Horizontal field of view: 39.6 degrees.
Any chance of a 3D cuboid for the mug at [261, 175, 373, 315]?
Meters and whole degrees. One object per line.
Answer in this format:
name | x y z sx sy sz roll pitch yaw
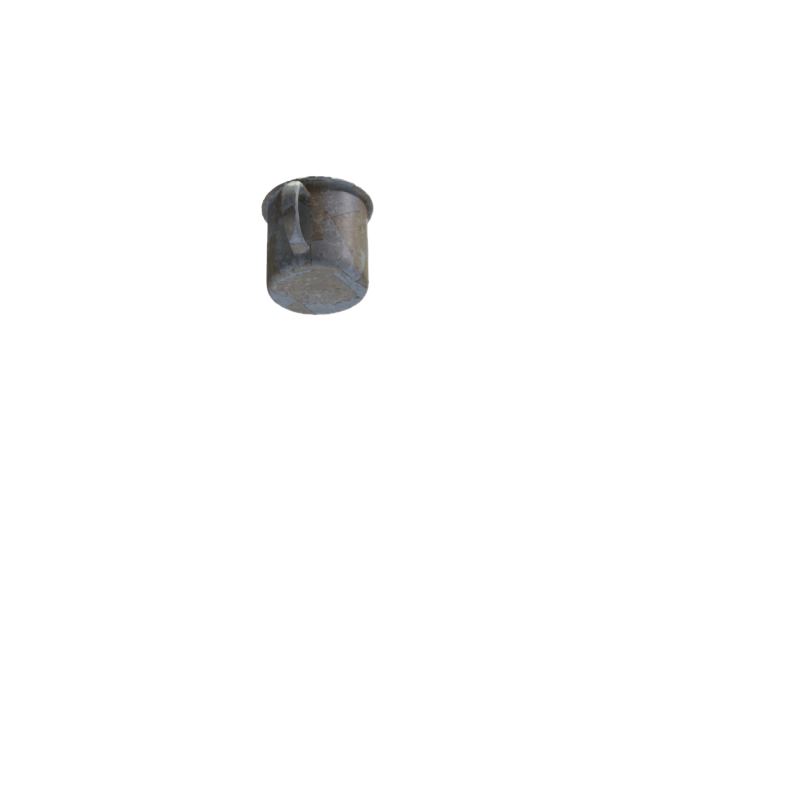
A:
mug | -0.069 -0.127 0.887 0.094 0.087 0.109 -8 -29 11
